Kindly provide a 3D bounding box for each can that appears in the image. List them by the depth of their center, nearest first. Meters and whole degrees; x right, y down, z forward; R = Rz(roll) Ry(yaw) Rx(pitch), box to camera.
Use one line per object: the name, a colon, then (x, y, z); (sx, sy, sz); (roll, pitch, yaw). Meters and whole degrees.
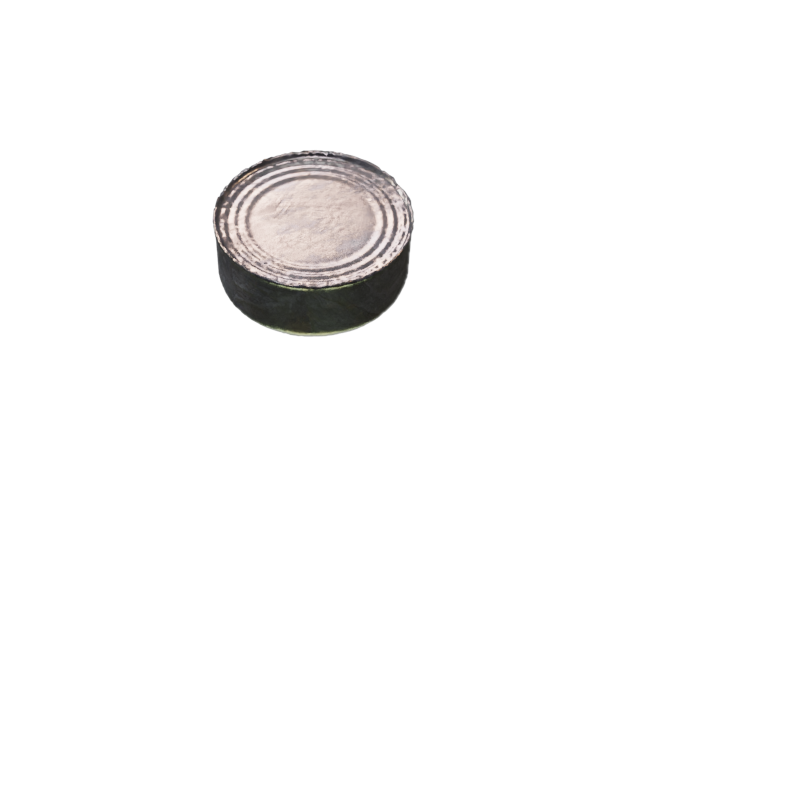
can: (-0.038, -0.069, 0.483); (0.086, 0.092, 0.031); (-1, -42, -1)
